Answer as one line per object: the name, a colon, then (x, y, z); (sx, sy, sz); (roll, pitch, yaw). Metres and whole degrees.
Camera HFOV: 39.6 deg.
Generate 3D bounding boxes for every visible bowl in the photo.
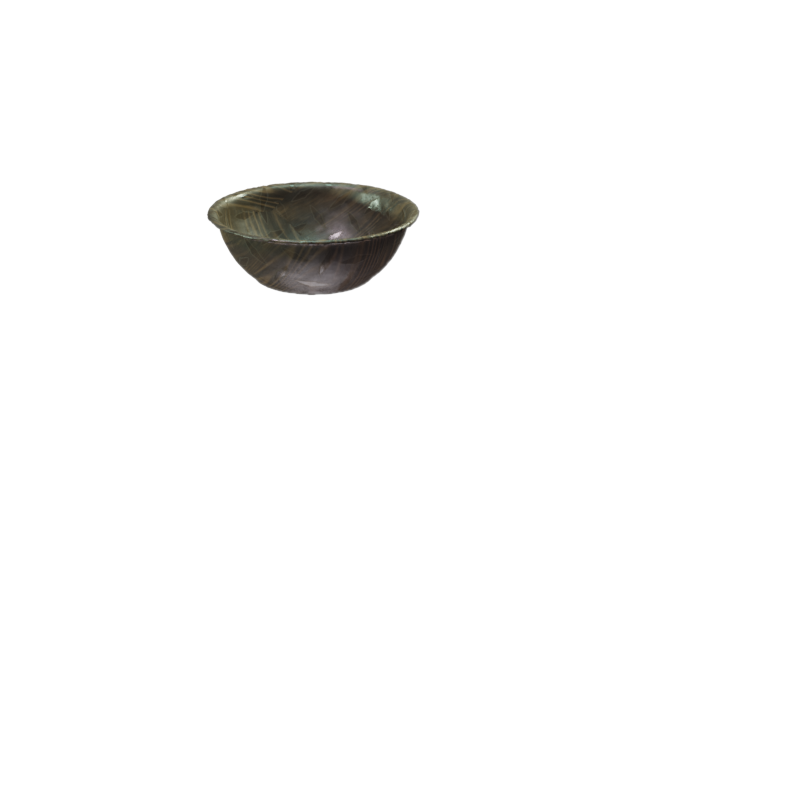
bowl: (-0.067, -0.122, 0.856); (0.162, 0.052, 0.170); (-1, 24, -2)
